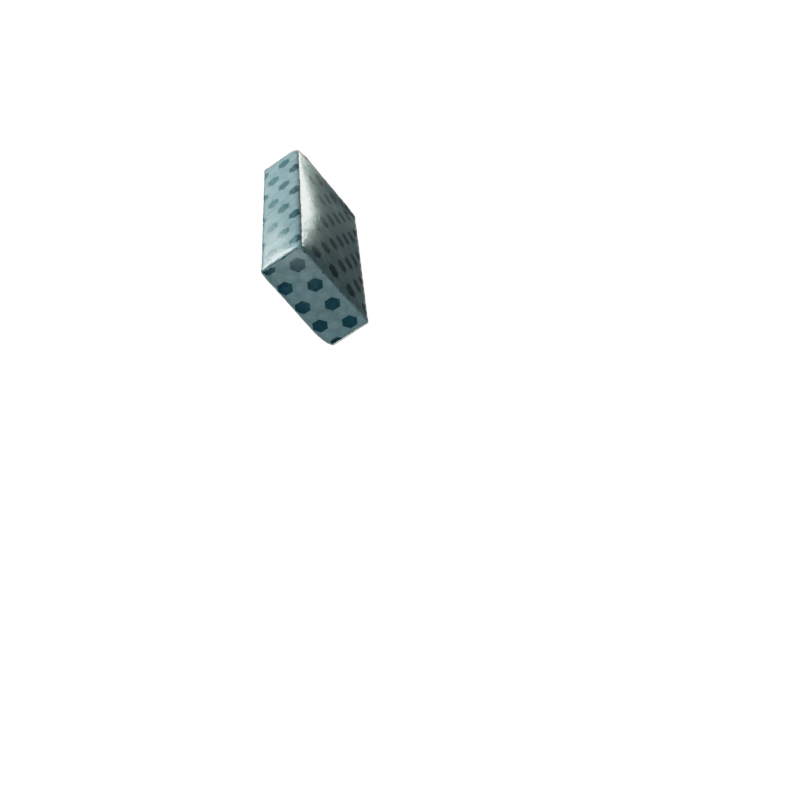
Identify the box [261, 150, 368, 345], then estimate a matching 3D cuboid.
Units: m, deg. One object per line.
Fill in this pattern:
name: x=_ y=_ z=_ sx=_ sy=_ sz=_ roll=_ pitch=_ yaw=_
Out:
box: x=-0.073 y=-0.133 z=0.933 sx=0.048 sy=0.087 sz=0.189 roll=-31 pitch=33 yaw=18
